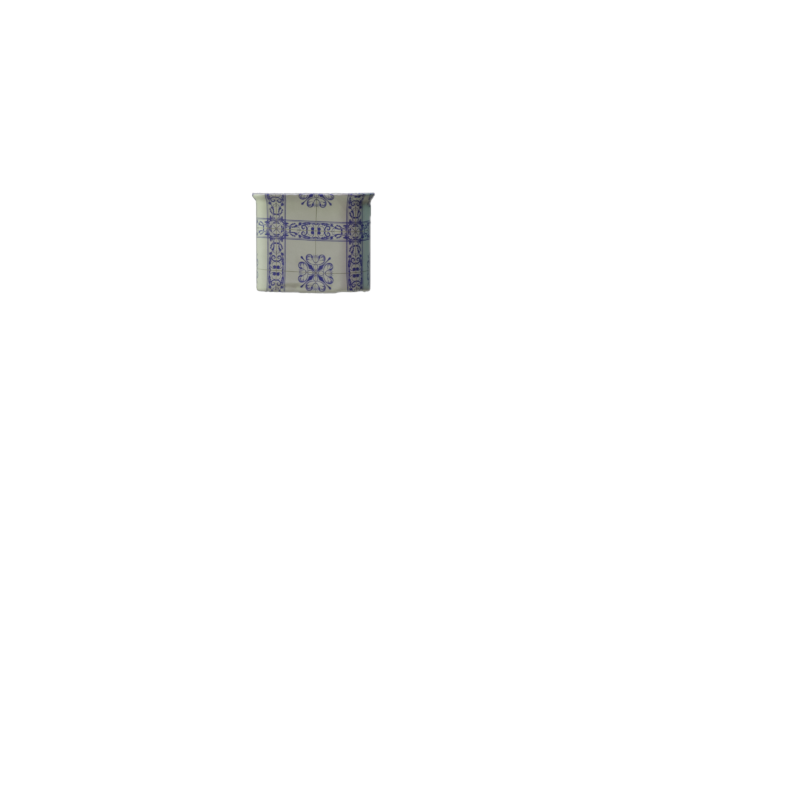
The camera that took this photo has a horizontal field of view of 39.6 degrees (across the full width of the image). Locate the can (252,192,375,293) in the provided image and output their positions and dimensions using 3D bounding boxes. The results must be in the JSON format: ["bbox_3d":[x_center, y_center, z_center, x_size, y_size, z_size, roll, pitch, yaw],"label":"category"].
[{"bbox_3d":[-0.074,-0.135,0.943,0.104,0.083,0.057,3,6,17],"label":"can"}]
